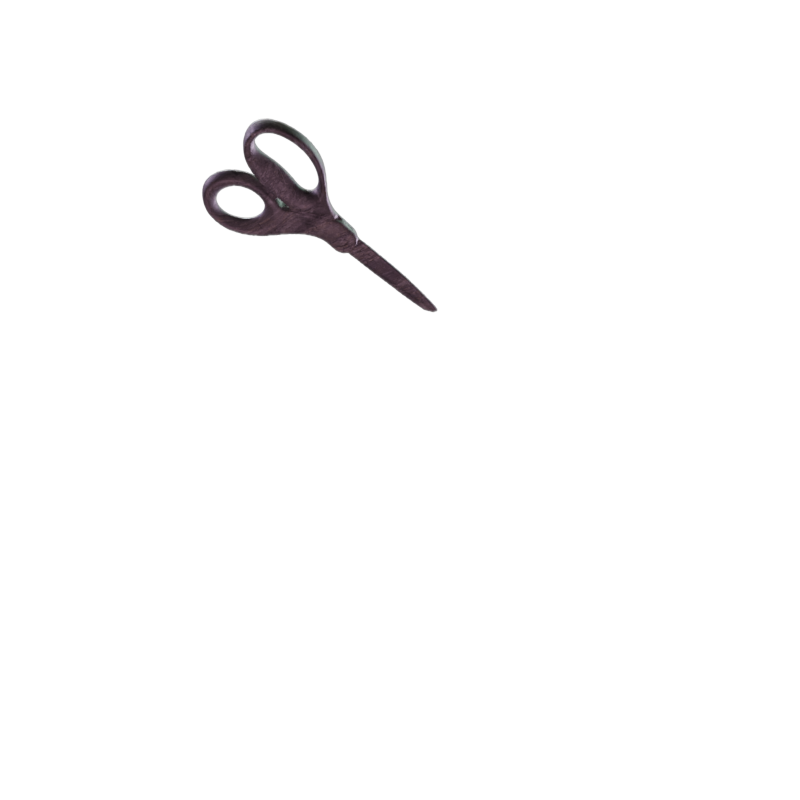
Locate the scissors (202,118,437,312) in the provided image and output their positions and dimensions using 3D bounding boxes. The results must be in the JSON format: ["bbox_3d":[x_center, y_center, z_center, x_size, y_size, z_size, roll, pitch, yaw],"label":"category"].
[{"bbox_3d":[-0.061,-0.111,0.777,0.096,0.187,0.017,-23,36,18],"label":"scissors"}]
